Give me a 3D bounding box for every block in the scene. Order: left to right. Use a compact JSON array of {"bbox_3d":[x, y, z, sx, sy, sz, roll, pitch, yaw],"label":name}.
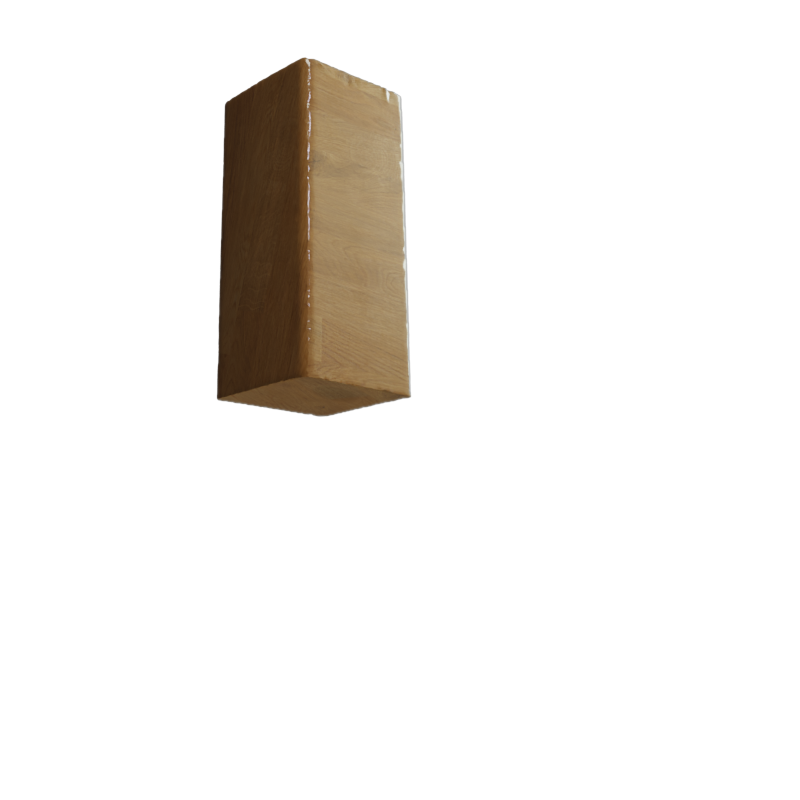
[{"bbox_3d":[-0.056,-0.103,0.721,0.086,0.215,0.091,15,-24,-41],"label":"block"}]
